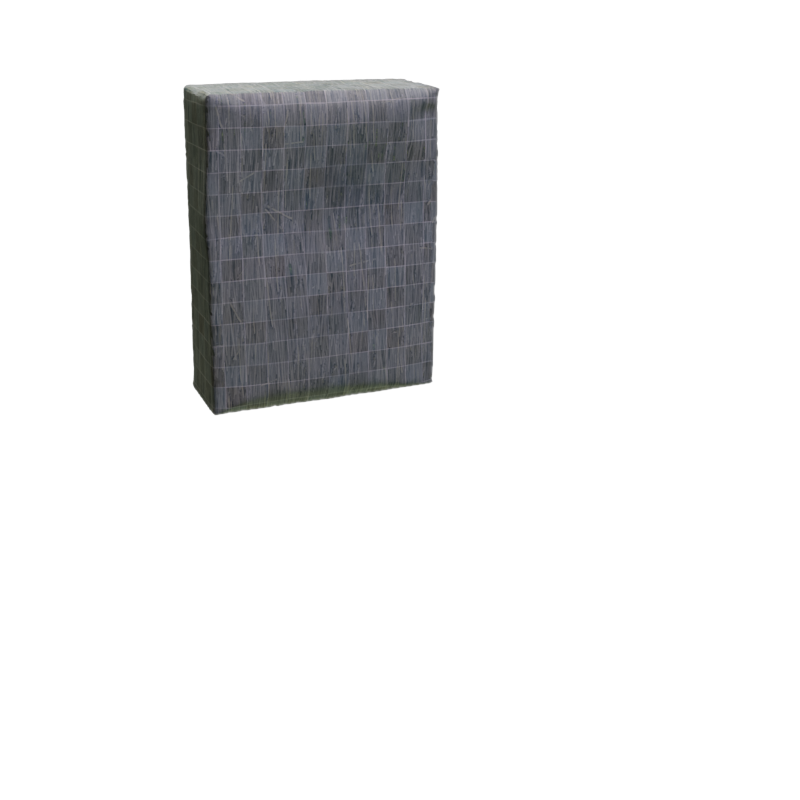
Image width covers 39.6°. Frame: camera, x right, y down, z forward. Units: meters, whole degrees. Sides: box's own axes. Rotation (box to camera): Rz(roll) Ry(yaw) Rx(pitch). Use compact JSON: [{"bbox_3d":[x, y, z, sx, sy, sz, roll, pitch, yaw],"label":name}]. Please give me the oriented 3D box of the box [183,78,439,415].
[{"bbox_3d":[-0.059,-0.108,0.758,0.161,0.207,0.076,-6,16,-20],"label":"box"}]
